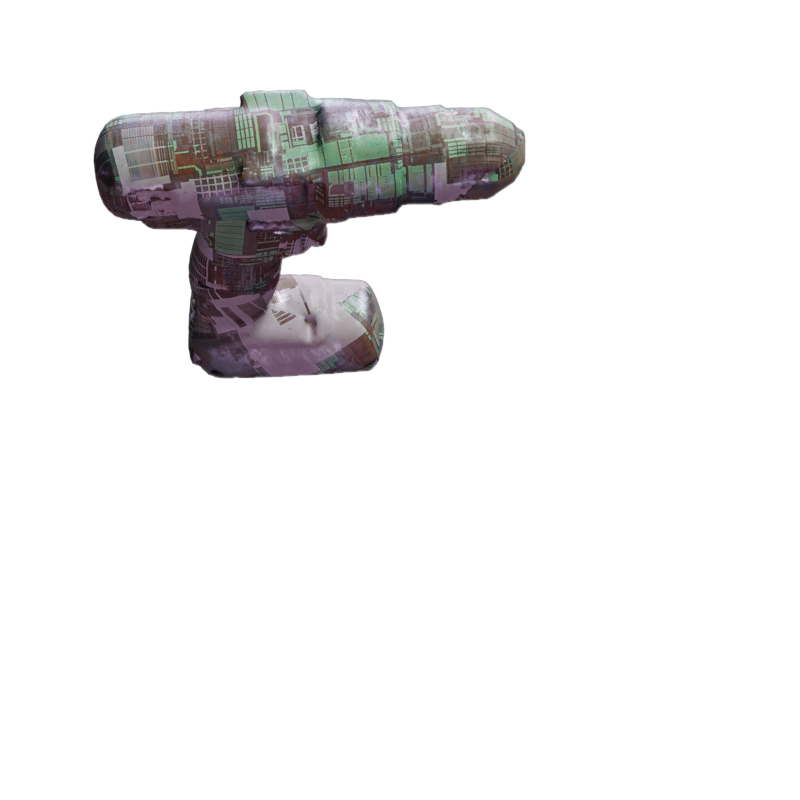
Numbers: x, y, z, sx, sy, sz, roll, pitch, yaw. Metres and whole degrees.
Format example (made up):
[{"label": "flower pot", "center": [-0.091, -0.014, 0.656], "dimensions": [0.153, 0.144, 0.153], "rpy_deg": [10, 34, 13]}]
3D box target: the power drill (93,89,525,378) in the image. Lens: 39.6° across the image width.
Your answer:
[{"label": "power drill", "center": [-0.042, -0.076, 0.535], "dimensions": [0.184, 0.061, 0.176], "rpy_deg": [0, -28, -1]}]
